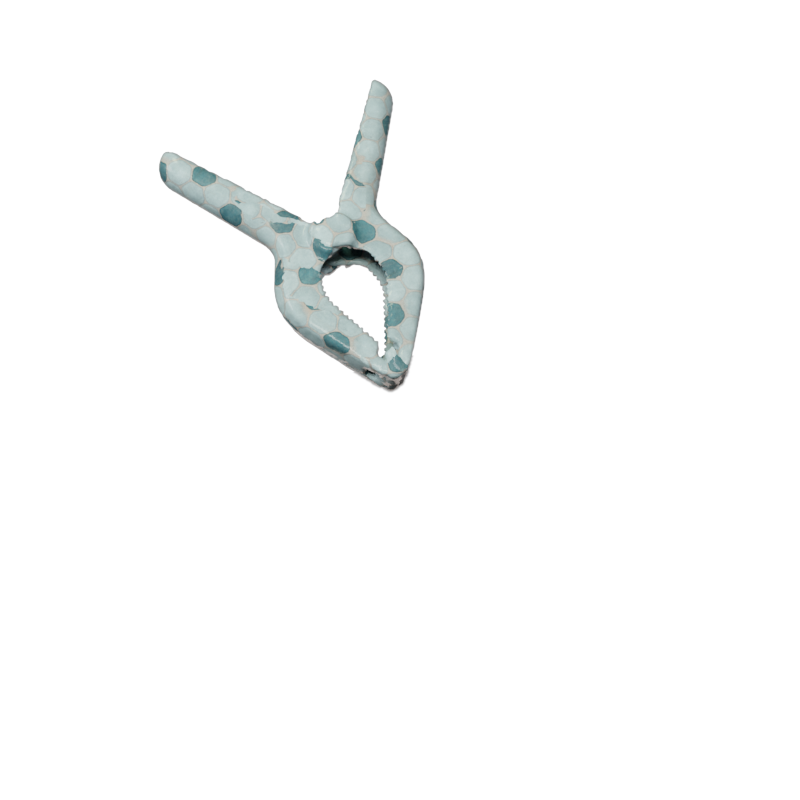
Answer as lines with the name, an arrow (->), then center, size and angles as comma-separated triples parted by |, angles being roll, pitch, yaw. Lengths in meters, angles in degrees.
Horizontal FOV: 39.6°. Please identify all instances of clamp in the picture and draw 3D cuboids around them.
clamp -> -0.055, -0.100, 0.704 | 0.164, 0.223, 0.034 | -16, -24, -7
